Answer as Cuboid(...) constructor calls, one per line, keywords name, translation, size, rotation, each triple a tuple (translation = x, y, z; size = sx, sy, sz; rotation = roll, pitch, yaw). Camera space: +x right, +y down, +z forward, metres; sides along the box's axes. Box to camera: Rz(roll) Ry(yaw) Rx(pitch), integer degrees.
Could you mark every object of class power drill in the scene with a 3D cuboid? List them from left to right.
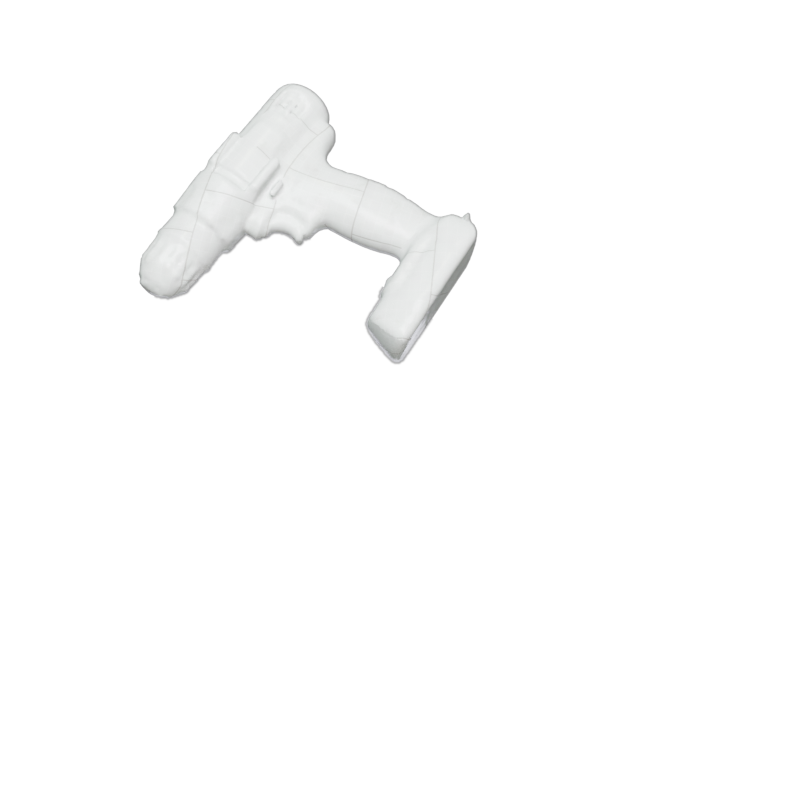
Cuboid(name="power drill", translation=(-0.059, -0.107, 0.748), size=(0.193, 0.188, 0.055), rotation=(33, -17, 11))
